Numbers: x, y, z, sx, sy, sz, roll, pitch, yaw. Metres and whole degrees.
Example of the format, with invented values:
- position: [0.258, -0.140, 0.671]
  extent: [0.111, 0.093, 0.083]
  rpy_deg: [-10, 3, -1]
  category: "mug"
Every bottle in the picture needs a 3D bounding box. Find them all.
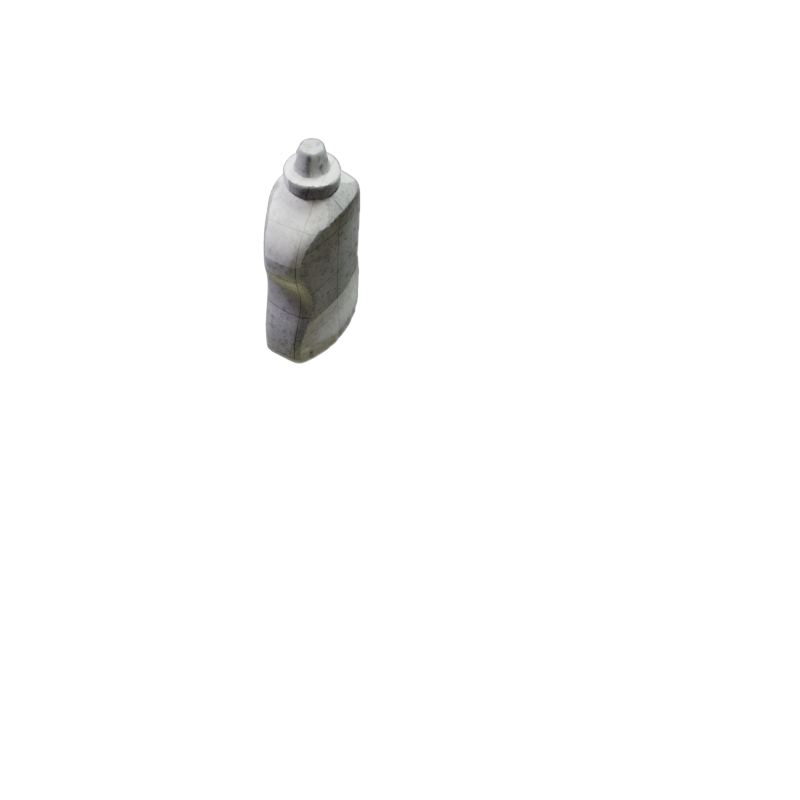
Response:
- position: [-0.066, -0.119, 0.832]
  extent: [0.061, 0.099, 0.179]
  rpy_deg: [27, -35, 17]
  category: "bottle"
